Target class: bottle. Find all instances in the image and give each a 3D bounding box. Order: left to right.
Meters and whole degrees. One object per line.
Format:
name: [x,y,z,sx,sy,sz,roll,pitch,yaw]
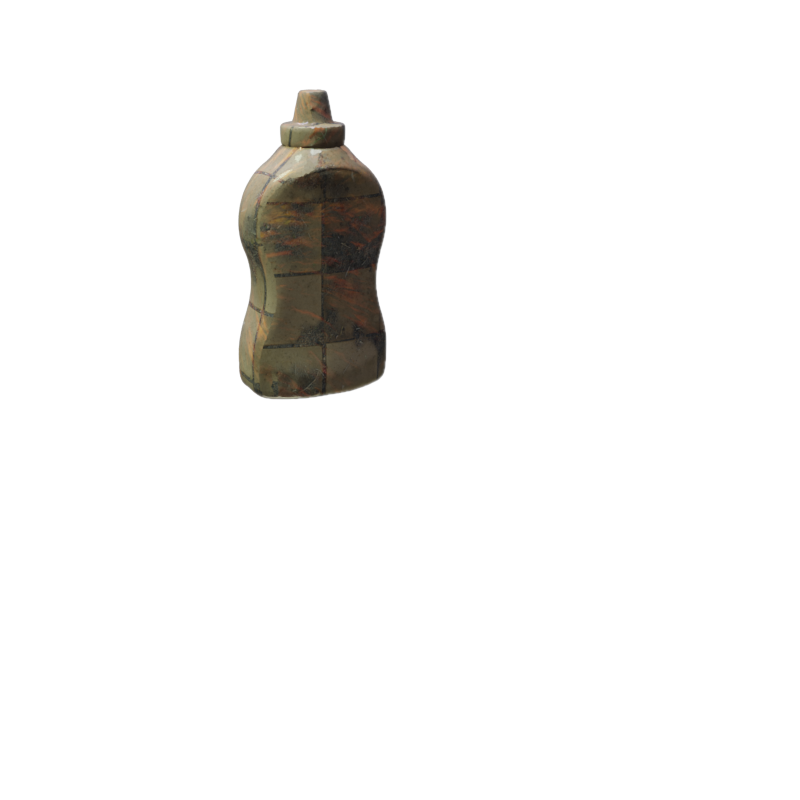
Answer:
bottle: [-0.056,-0.101,0.707,0.094,0.186,0.062,-6,15,-25]
